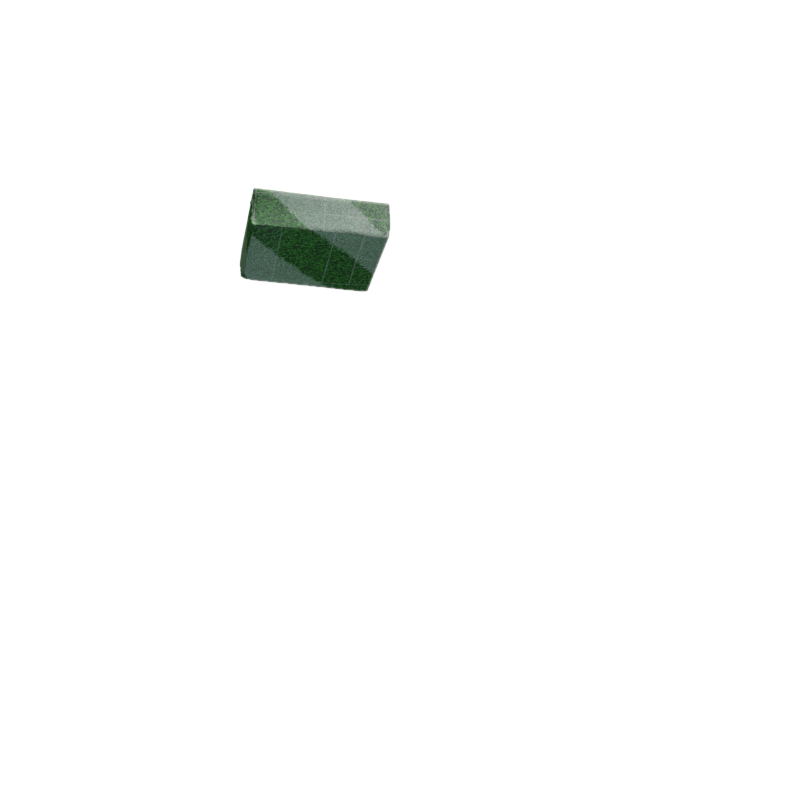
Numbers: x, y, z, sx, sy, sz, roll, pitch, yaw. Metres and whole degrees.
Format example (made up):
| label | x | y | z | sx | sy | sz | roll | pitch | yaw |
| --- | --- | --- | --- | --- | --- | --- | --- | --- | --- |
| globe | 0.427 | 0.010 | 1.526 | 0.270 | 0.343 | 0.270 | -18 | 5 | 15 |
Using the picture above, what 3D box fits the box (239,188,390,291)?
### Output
| label | x | y | z | sx | sy | sz | roll | pitch | yaw |
| --- | --- | --- | --- | --- | --- | --- | --- | --- | --- |
| box | -0.071 | -0.130 | 0.908 | 0.112 | 0.041 | 0.086 | 4 | -27 | -9 |
